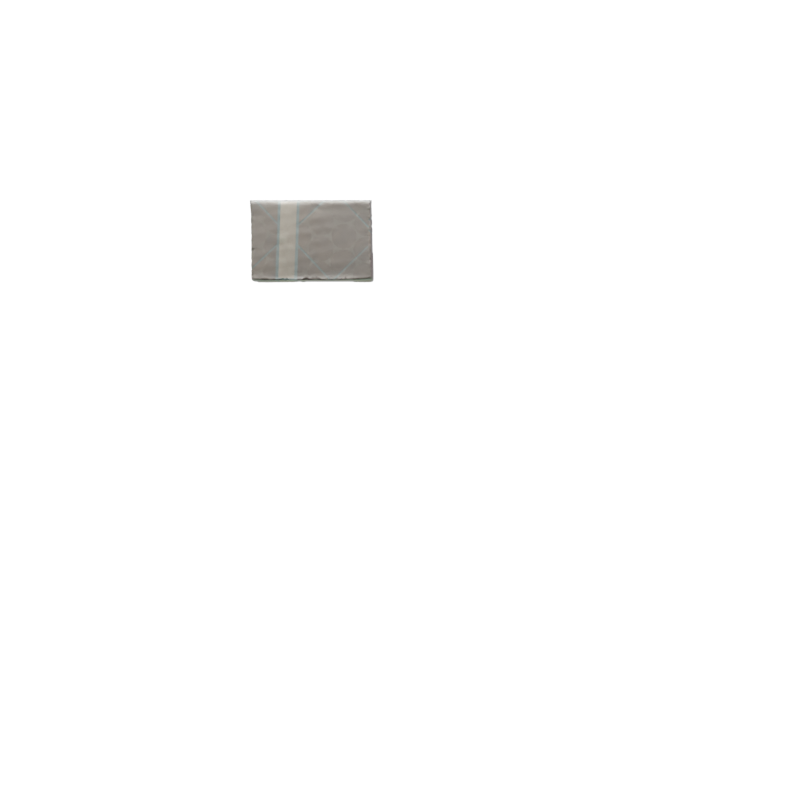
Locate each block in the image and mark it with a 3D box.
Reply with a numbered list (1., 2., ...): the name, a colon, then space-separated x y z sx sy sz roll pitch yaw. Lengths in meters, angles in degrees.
1. block: -0.056 -0.101 0.710 0.078 0.051 0.053 0 1 0
